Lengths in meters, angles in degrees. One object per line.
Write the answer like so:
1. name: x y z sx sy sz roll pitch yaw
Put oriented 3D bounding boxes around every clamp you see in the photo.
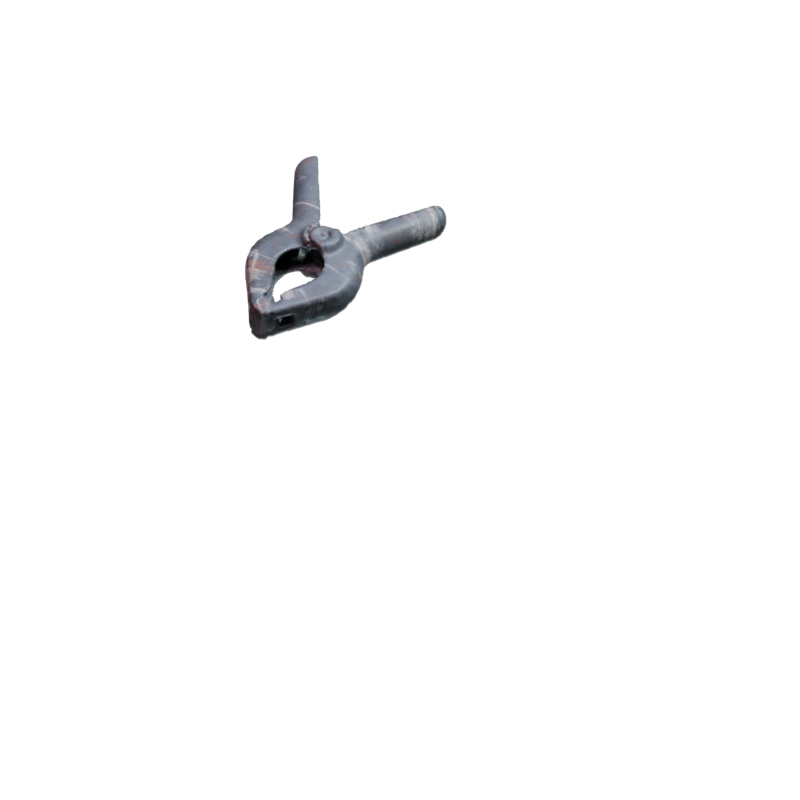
1. clamp: -0.060 -0.110 0.770 0.127 0.037 0.174 26 48 26
